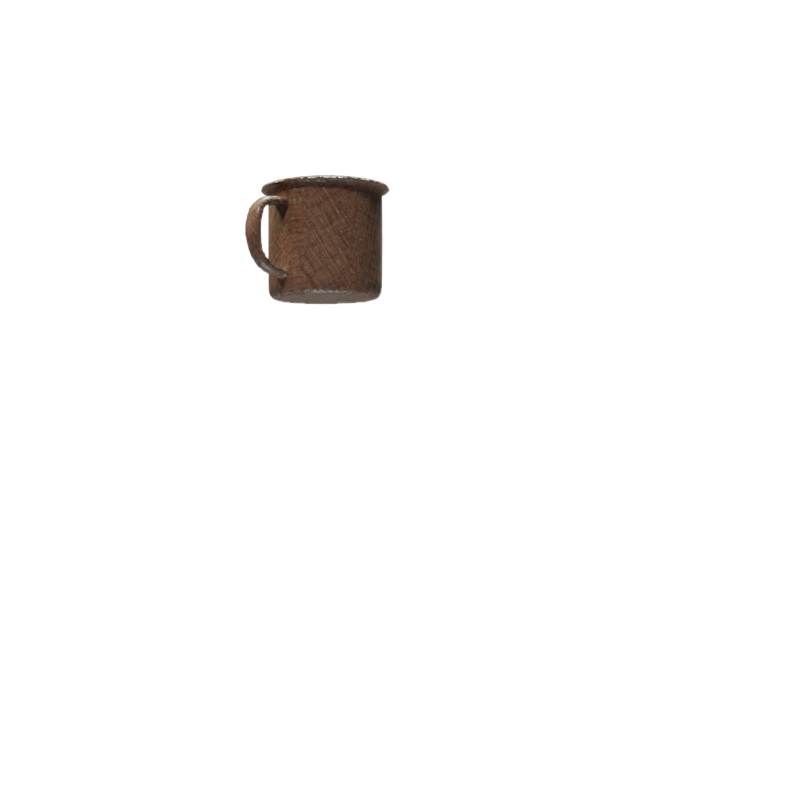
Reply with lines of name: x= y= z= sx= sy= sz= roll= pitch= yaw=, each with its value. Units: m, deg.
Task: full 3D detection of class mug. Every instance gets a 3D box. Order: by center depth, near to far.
mug: x=-0.062 y=-0.113 z=0.792 sx=0.096 sy=0.083 sz=0.112 roll=-4 pitch=-5 yaw=43
